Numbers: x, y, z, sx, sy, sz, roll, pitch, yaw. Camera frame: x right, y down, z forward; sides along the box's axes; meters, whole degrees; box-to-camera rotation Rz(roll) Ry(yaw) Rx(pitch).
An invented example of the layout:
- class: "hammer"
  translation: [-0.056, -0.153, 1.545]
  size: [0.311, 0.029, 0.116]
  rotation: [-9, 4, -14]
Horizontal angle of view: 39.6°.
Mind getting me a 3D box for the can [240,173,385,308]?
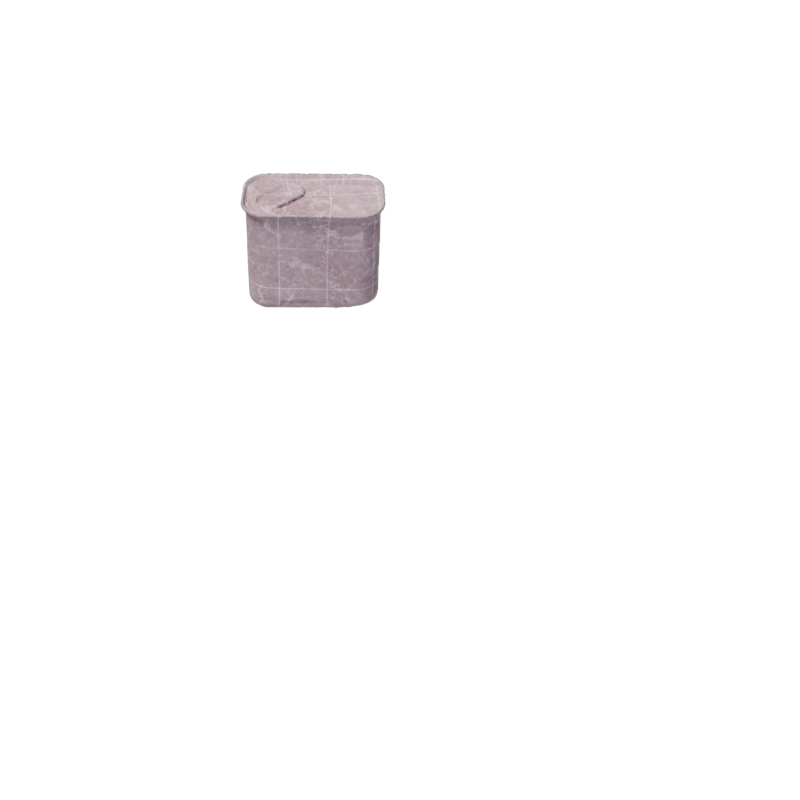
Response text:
- class: "can"
  translation: [-0.064, -0.116, 0.810]
  size: [0.102, 0.078, 0.061]
  rotation: [1, 38, -1]
